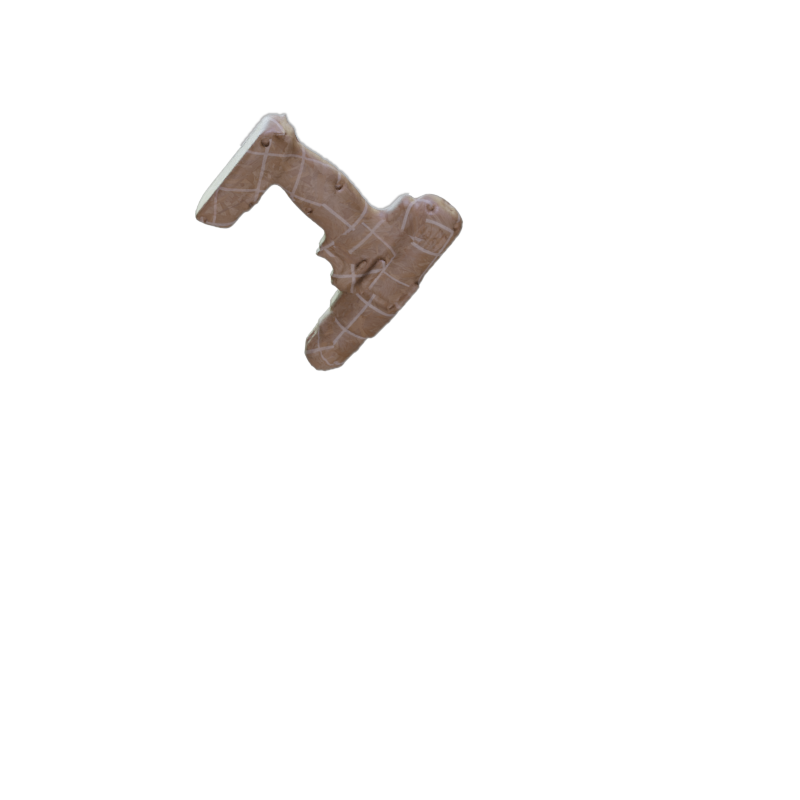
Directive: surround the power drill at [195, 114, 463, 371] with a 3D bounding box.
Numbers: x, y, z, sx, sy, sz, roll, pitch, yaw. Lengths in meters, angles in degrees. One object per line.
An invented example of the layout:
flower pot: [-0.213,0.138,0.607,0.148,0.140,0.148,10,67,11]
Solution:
power drill: [-0.071,-0.130,0.907,0.181,0.181,0.060,35,20,-15]
